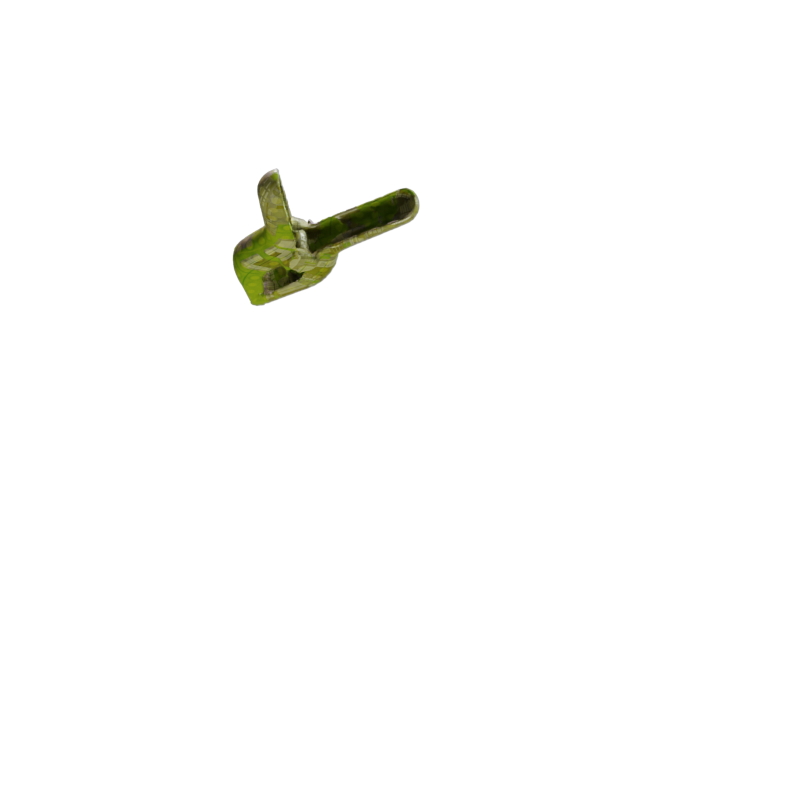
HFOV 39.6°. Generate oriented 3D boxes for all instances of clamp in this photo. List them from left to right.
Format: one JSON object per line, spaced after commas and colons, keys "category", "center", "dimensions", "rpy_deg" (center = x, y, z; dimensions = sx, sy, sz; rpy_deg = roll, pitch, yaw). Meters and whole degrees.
{"category": "clamp", "center": [-0.064, -0.117, 0.817], "dimensions": [0.117, 0.041, 0.167], "rpy_deg": [7, -21, -19]}
